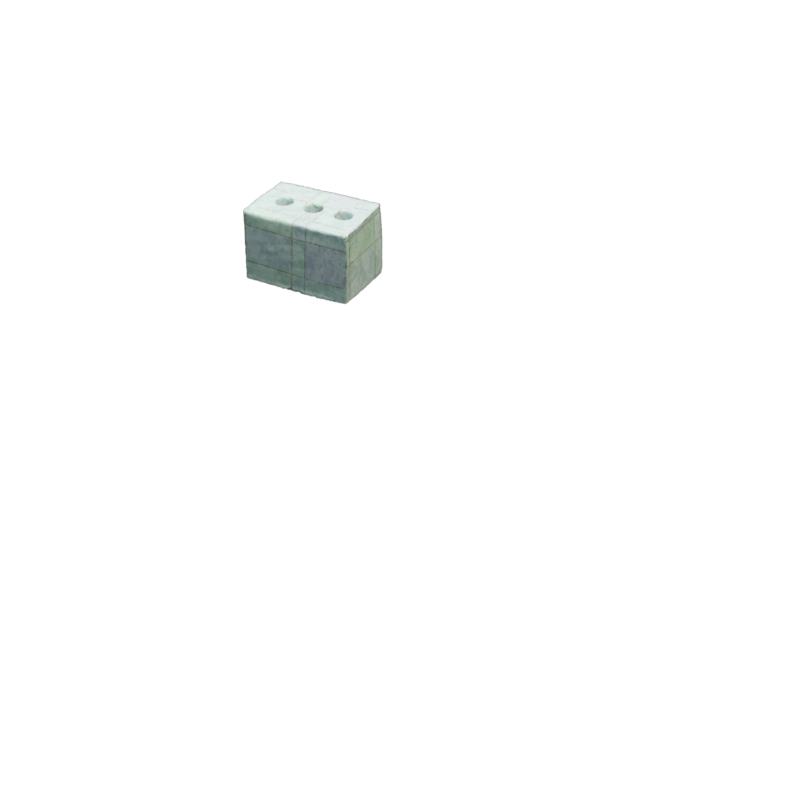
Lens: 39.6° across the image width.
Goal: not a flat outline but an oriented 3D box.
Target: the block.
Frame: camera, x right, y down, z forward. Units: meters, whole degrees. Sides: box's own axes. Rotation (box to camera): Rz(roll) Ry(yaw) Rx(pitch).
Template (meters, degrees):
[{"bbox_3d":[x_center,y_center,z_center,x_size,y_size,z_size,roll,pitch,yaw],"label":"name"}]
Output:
[{"bbox_3d":[-0.057,-0.104,0.727,0.081,0.048,0.054,16,34,22],"label":"block"}]
